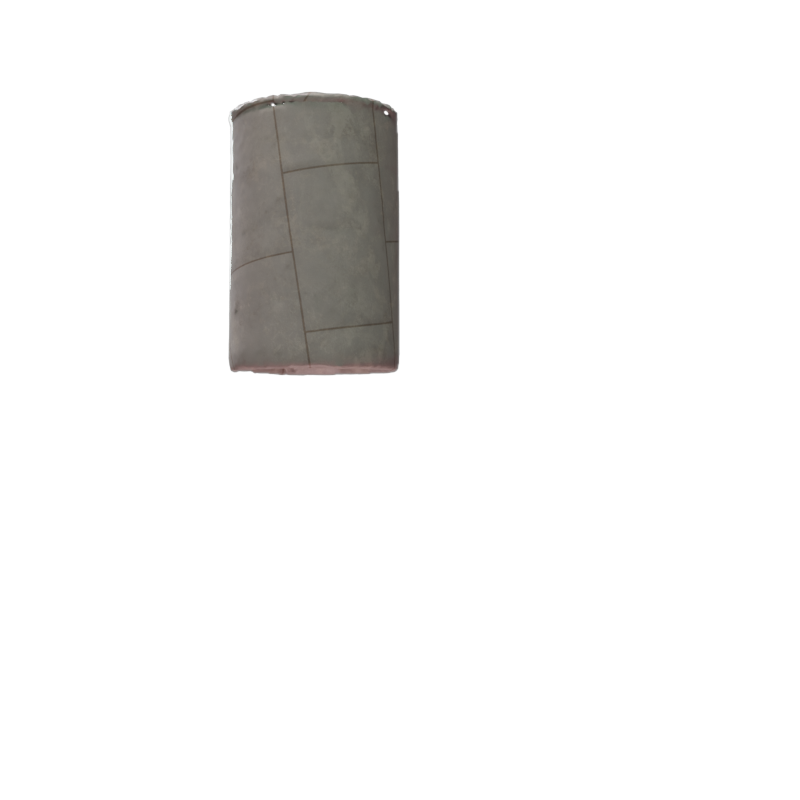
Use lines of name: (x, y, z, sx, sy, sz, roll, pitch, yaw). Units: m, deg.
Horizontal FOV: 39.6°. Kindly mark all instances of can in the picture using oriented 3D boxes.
can: (-0.034, -0.062, 0.436, 0.068, 0.104, 0.067, 0, -7, -2)
